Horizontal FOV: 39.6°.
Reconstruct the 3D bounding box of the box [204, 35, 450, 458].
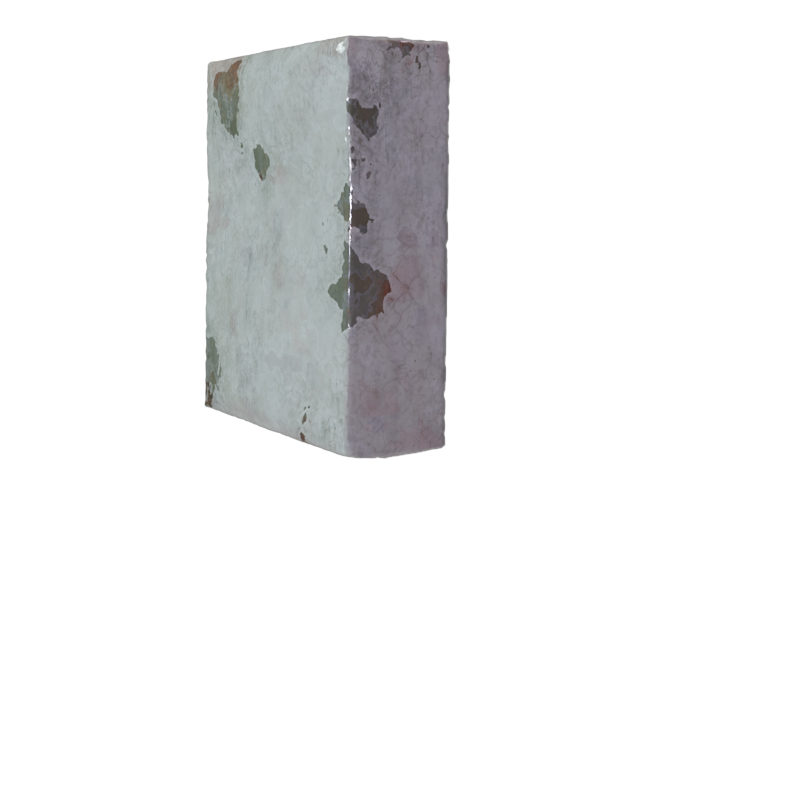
[{"bbox_3d":[-0.049,-0.089,0.624,0.069,0.212,0.172,-3,7,-34],"label":"box"}]
